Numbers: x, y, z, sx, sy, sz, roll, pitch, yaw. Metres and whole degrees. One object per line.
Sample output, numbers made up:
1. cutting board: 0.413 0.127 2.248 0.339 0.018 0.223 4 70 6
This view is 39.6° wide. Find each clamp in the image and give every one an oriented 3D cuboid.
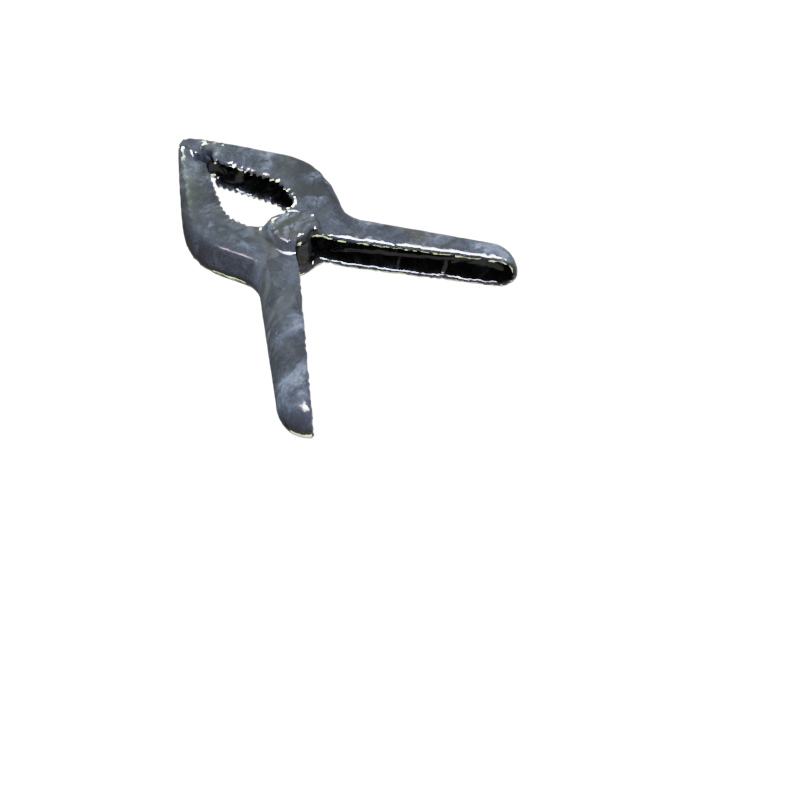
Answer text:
1. clamp: -0.050 -0.091 0.636 0.164 0.034 0.225 -29 57 -22
